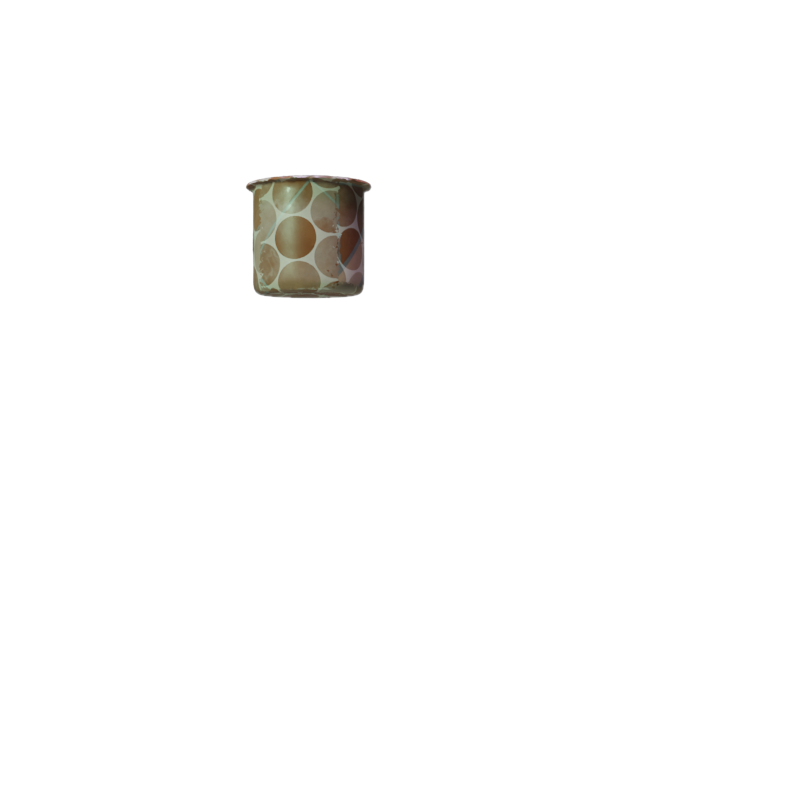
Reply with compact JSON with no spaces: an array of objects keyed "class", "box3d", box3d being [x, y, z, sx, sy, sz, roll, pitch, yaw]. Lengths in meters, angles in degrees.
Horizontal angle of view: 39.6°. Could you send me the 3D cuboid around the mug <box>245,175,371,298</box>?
[{"class":"mug","box3d":[-0.065,-0.118,0.827,0.095,0.082,0.114,-1,-1,14]}]
